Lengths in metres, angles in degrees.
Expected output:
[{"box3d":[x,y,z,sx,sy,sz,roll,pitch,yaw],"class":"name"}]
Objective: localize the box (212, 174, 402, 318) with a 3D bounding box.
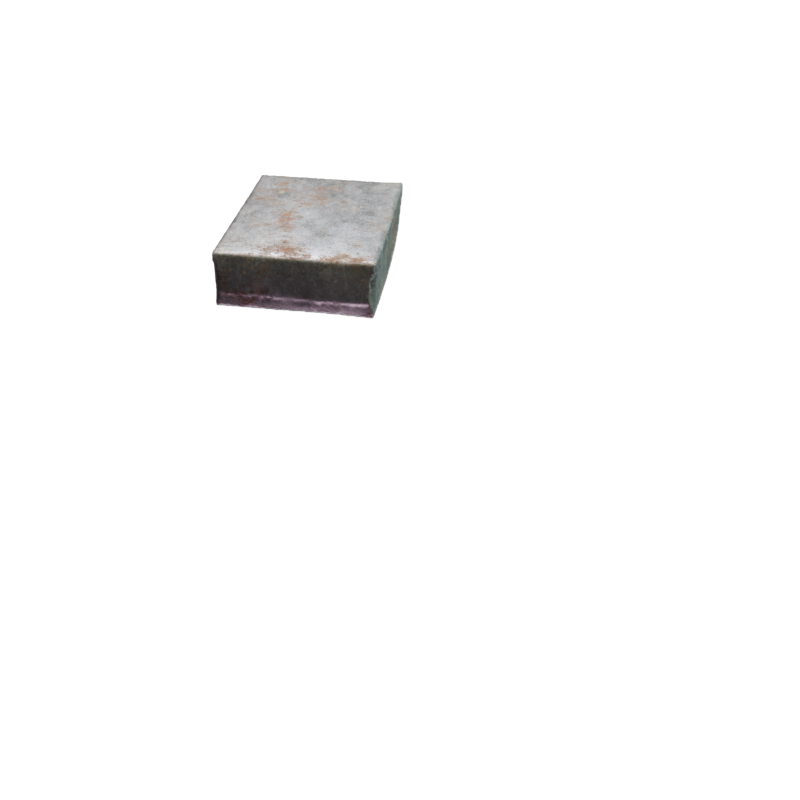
[{"box3d":[-0.050,-0.091,0.639,0.091,0.037,0.119,5,31,8],"class":"box"}]
